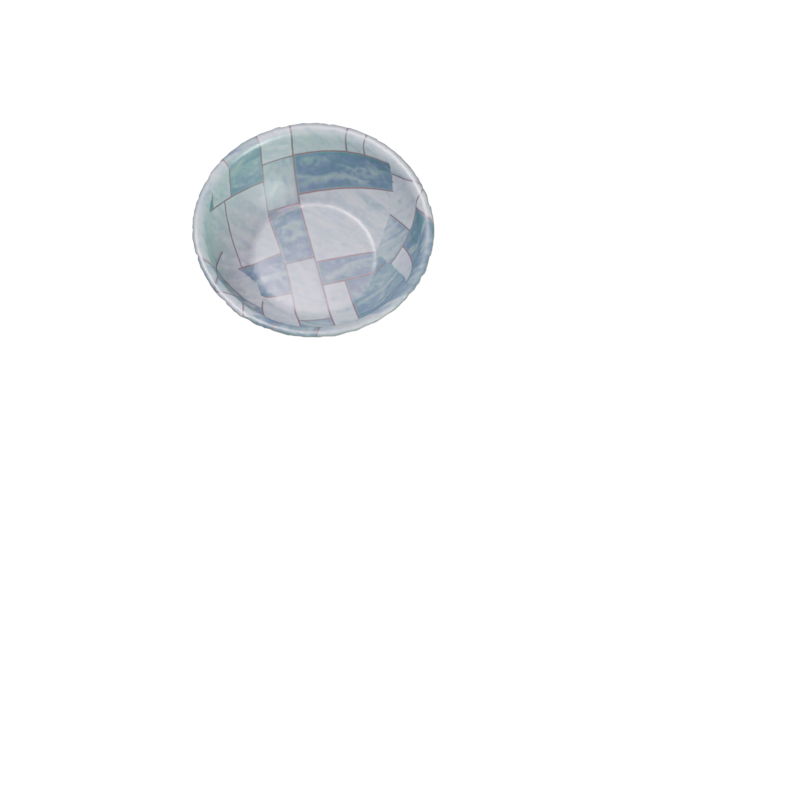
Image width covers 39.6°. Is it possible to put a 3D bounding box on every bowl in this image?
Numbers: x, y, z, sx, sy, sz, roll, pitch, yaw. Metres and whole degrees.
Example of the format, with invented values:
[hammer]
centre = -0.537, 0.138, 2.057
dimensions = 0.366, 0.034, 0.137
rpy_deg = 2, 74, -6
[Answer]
[bowl]
centre = -0.060, -0.109, 0.763
dimensions = 0.162, 0.171, 0.052
rpy_deg = -1, -25, -1
